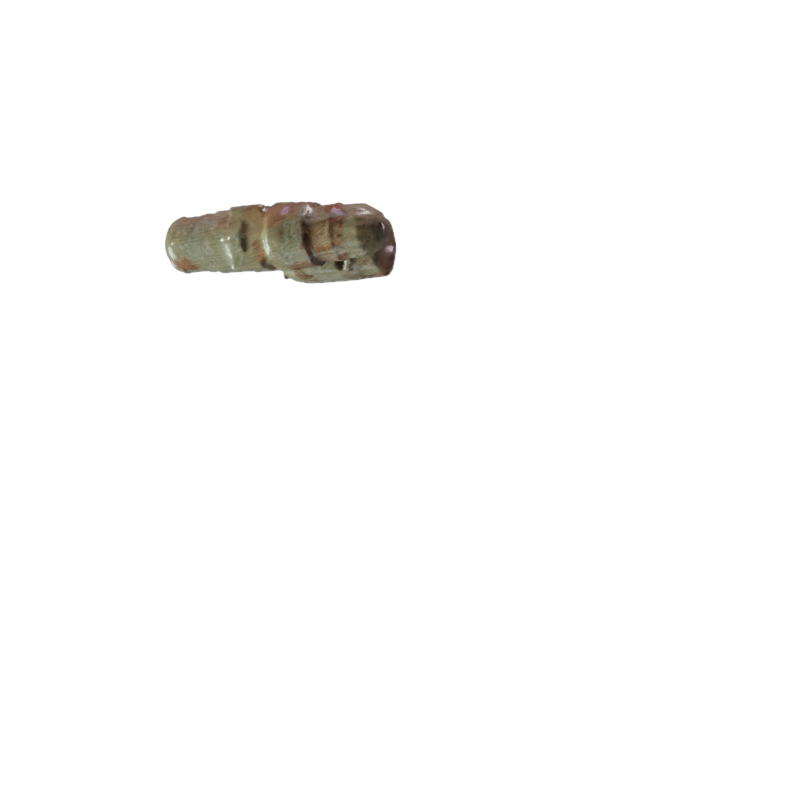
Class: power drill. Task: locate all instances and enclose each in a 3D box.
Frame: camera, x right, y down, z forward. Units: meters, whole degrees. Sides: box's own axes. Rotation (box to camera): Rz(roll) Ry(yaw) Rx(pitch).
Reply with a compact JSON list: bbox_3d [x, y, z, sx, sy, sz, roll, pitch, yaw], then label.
[{"bbox_3d":[-0.071,-0.129,0.906,0.190,0.058,0.181,1,2,24],"label":"power drill"}]
